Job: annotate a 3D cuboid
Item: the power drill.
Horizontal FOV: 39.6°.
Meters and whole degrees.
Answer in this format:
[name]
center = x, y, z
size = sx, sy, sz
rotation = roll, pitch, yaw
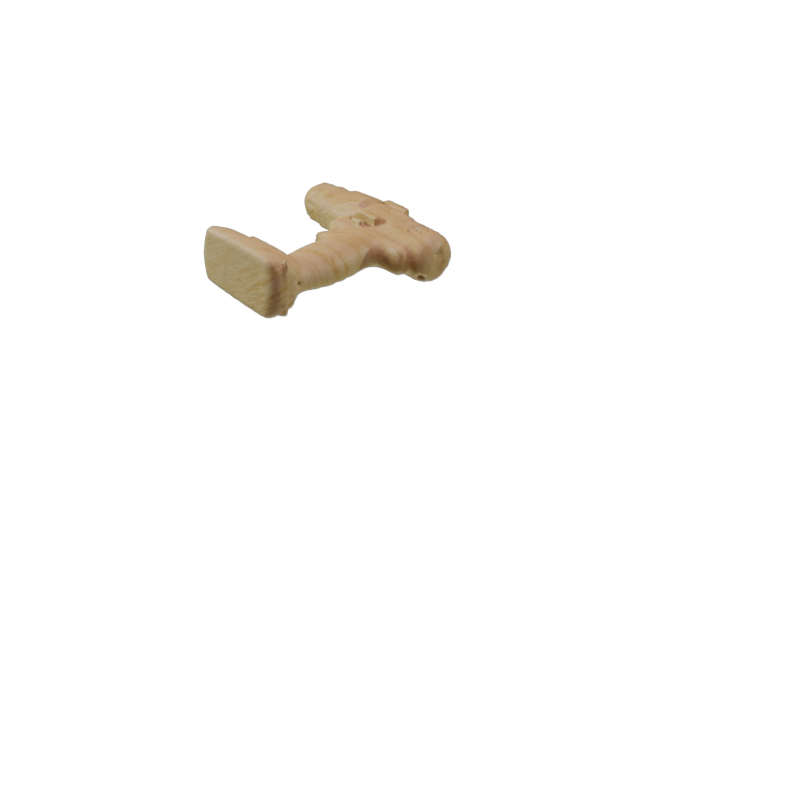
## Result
[power drill]
center = -0.077, -0.141, 0.987
size = 0.185, 0.054, 0.197
rotation = -21, 36, -34
